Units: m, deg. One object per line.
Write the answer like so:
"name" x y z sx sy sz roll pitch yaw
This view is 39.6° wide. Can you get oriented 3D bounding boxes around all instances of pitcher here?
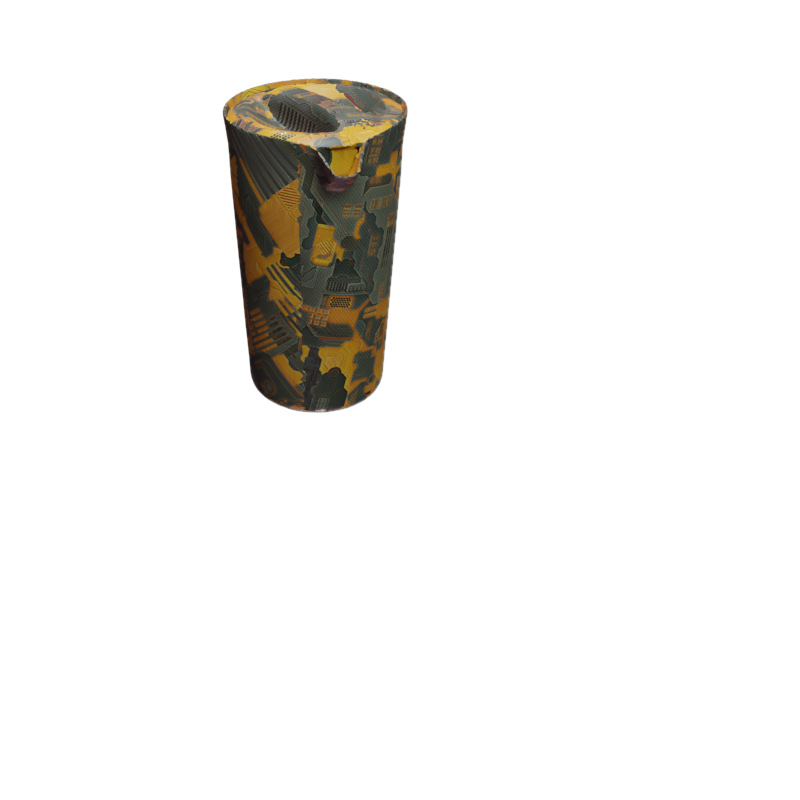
"pitcher" -0.067 -0.123 0.859 0.151 0.229 0.152 16 33 22
